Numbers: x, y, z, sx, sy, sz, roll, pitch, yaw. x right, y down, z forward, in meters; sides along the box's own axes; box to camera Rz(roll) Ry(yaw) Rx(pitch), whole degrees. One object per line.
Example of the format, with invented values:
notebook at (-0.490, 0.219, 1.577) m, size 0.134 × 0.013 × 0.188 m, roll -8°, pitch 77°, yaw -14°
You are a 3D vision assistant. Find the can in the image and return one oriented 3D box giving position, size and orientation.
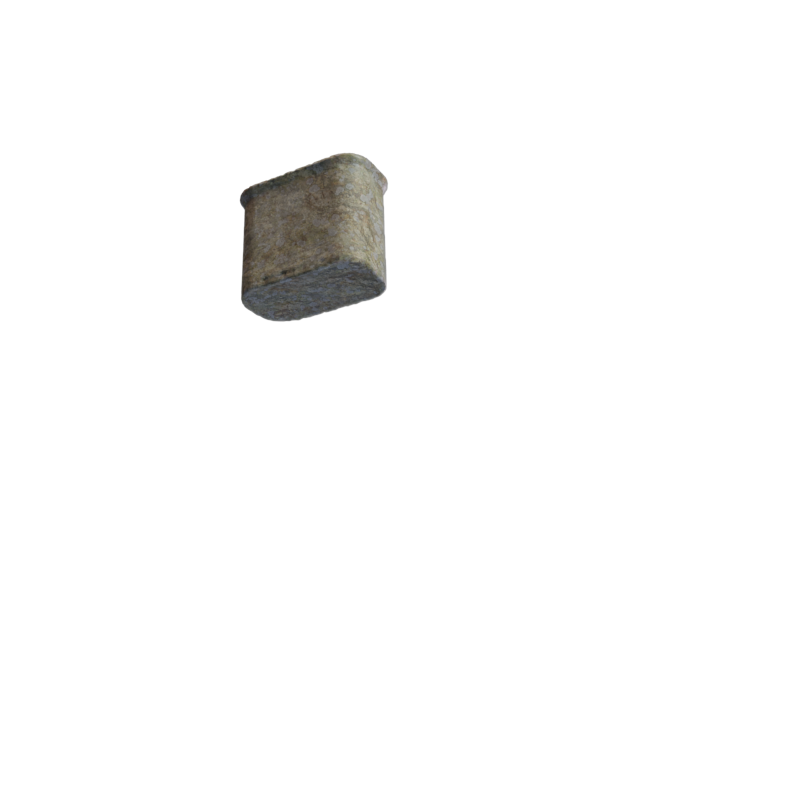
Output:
can at (-0.058, -0.106, 0.744) m, size 0.103 × 0.089 × 0.053 m, roll -16°, pitch -32°, yaw 25°
